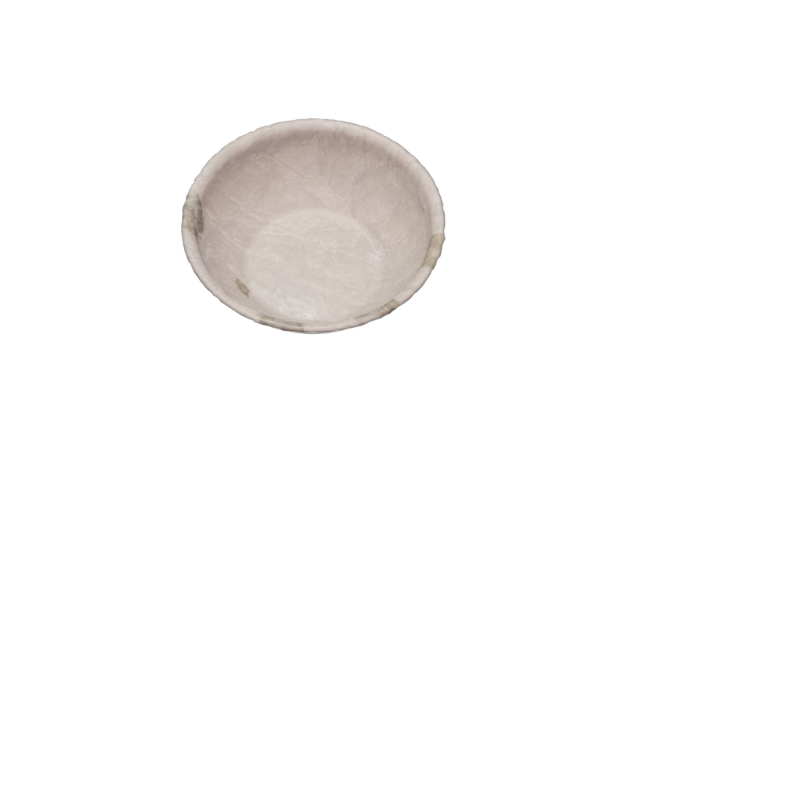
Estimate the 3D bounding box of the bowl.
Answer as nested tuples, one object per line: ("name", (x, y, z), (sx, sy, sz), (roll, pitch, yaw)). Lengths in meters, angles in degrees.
("bowl", (-0.055, -0.100, 0.699), (0.162, 0.173, 0.051), (-1, -32, -1))
